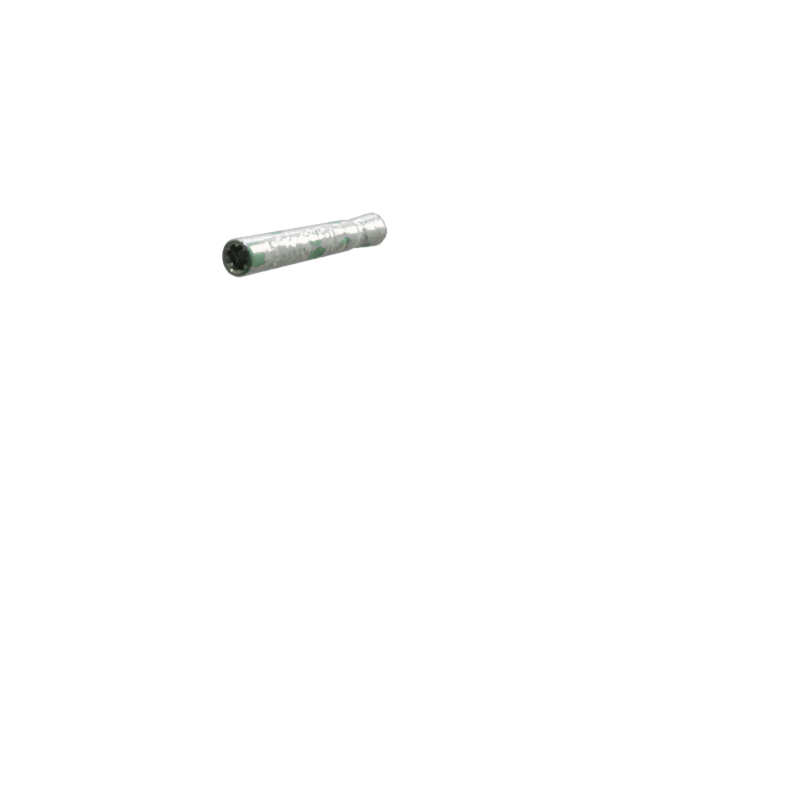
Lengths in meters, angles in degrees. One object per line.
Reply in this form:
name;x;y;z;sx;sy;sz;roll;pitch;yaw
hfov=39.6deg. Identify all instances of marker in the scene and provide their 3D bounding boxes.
marker;-0.045;-0.081;0.569;0.020;0.019;0.119;3;15;34
